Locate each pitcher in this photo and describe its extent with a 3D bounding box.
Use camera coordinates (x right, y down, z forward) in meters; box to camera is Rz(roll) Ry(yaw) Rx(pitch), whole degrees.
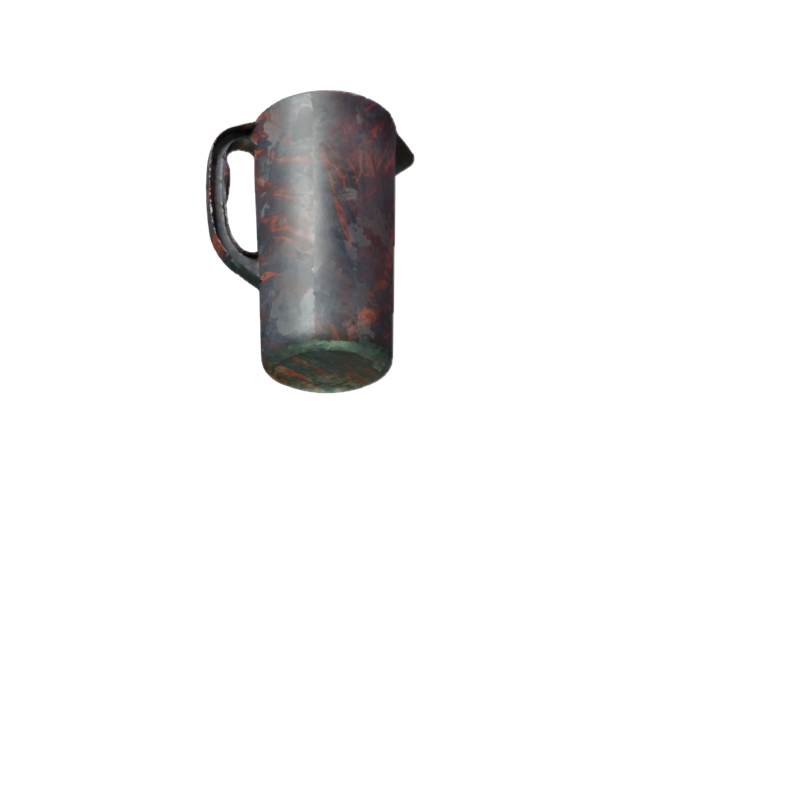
[{"bbox_3d":[-0.075,-0.137,0.956,0.151,0.258,0.134,-16,-30,25],"label":"pitcher"}]
